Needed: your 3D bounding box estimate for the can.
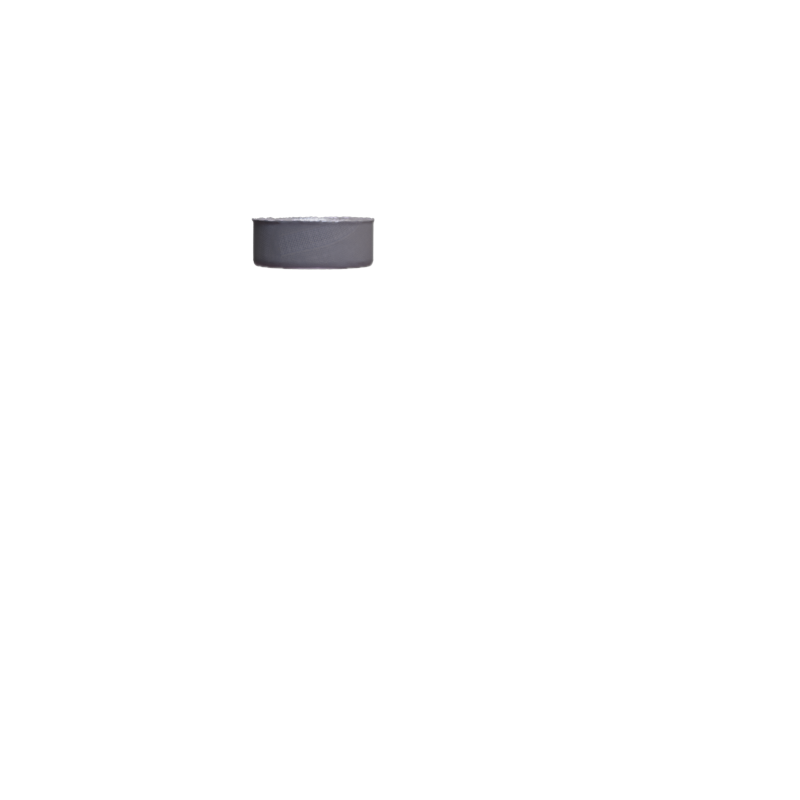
[{"bbox_3d":[-0.061,-0.111,0.774,0.086,0.033,0.087,0,10,-2],"label":"can"}]
